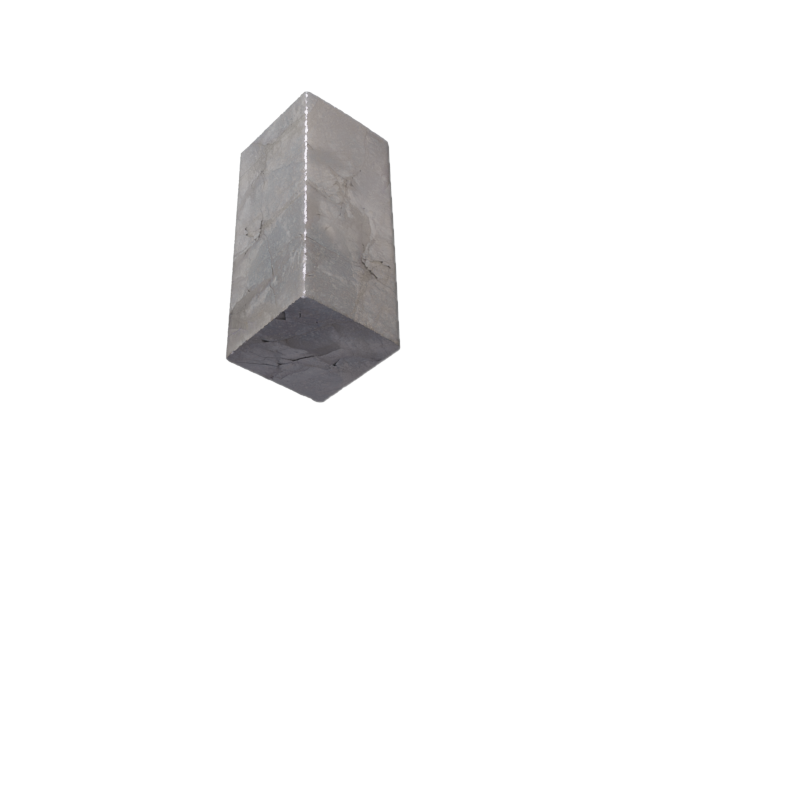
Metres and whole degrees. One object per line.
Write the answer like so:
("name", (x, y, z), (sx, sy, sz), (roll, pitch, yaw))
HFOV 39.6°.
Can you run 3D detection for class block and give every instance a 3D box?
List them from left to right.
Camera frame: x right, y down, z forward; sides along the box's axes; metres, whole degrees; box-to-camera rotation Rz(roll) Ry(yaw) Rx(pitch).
("block", (-0.064, -0.118, 0.828), (0.085, 0.221, 0.090), (27, -48, -32))
